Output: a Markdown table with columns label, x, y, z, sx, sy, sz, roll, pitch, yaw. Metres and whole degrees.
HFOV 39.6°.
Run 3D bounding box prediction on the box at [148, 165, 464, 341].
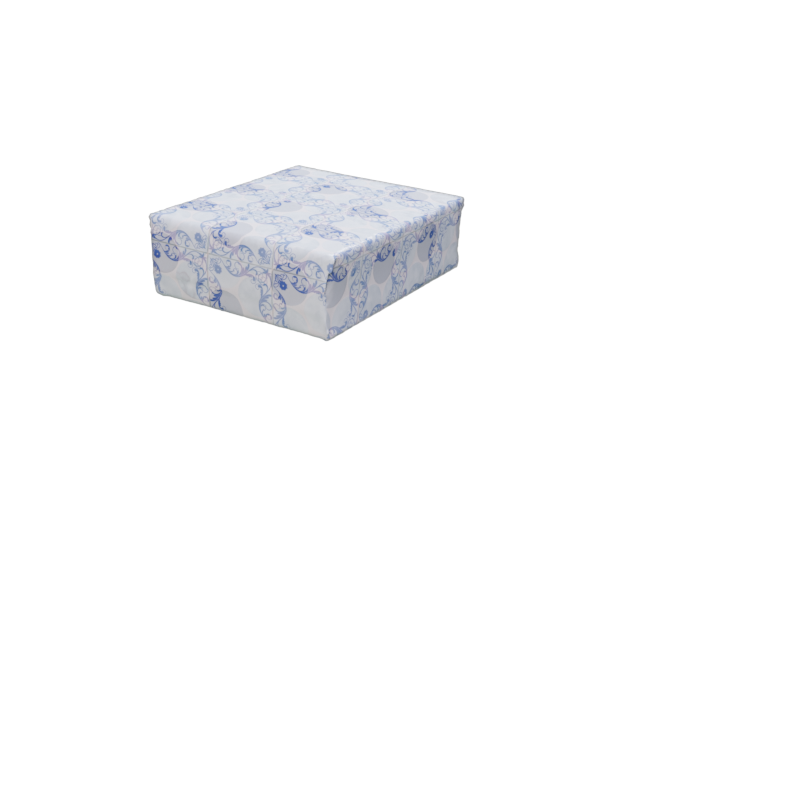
| label | x | y | z | sx | sy | sz | roll | pitch | yaw |
| --- | --- | --- | --- | --- | --- | --- | --- | --- | --- |
| box | -0.037 | -0.068 | 0.474 | 0.094 | 0.037 | 0.114 | 14 | 29 | 27 |
